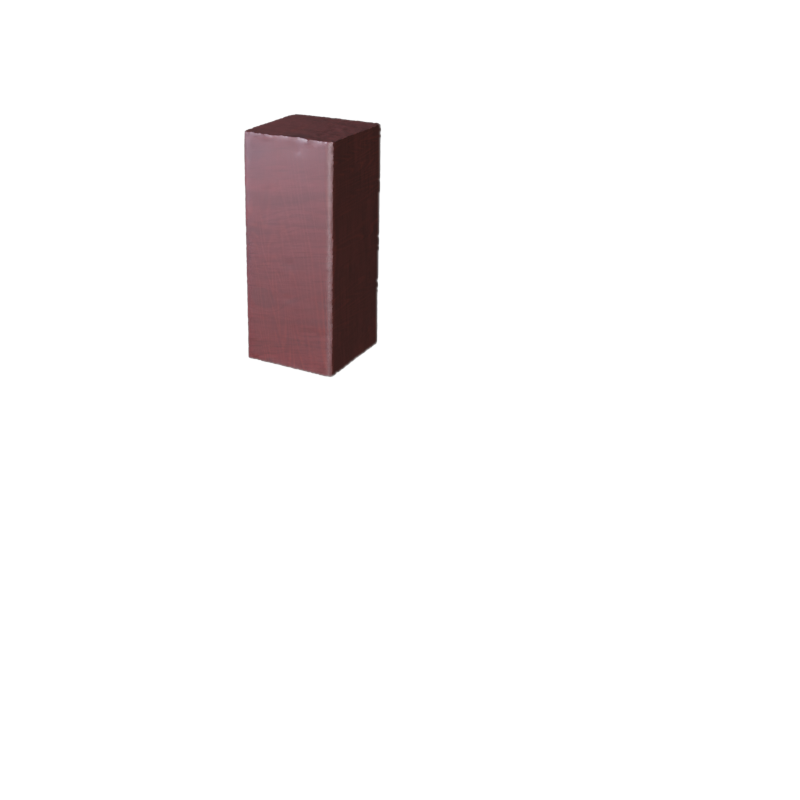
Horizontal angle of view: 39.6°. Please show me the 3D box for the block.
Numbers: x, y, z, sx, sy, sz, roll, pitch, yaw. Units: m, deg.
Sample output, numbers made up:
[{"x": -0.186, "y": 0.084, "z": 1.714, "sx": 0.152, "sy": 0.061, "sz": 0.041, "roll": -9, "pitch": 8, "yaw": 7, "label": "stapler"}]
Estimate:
[{"x": -0.077, "y": -0.139, "z": 0.976, "sx": 0.094, "sy": 0.197, "sz": 0.091, "roll": 11, "pitch": 22, "yaw": 25, "label": "block"}]
